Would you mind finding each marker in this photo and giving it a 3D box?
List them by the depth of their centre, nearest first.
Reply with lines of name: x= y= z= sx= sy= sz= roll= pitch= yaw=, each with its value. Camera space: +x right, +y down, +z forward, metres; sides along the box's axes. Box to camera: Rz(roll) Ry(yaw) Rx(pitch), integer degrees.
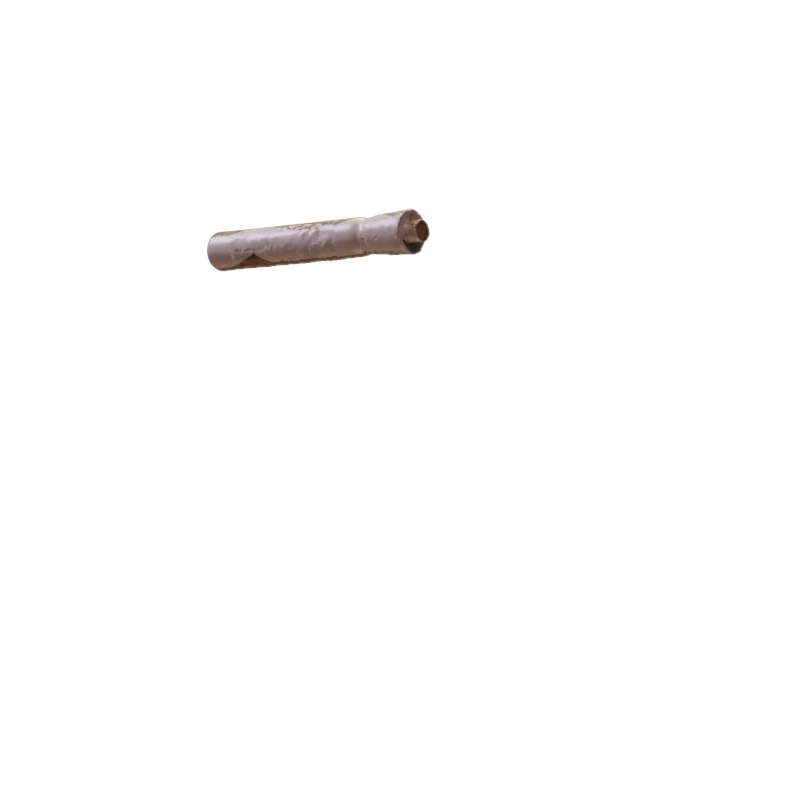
marker: x=-0.038 y=-0.069 z=0.486 sx=0.125 sy=0.020 sz=0.019 roll=1 pitch=4 yaw=41
